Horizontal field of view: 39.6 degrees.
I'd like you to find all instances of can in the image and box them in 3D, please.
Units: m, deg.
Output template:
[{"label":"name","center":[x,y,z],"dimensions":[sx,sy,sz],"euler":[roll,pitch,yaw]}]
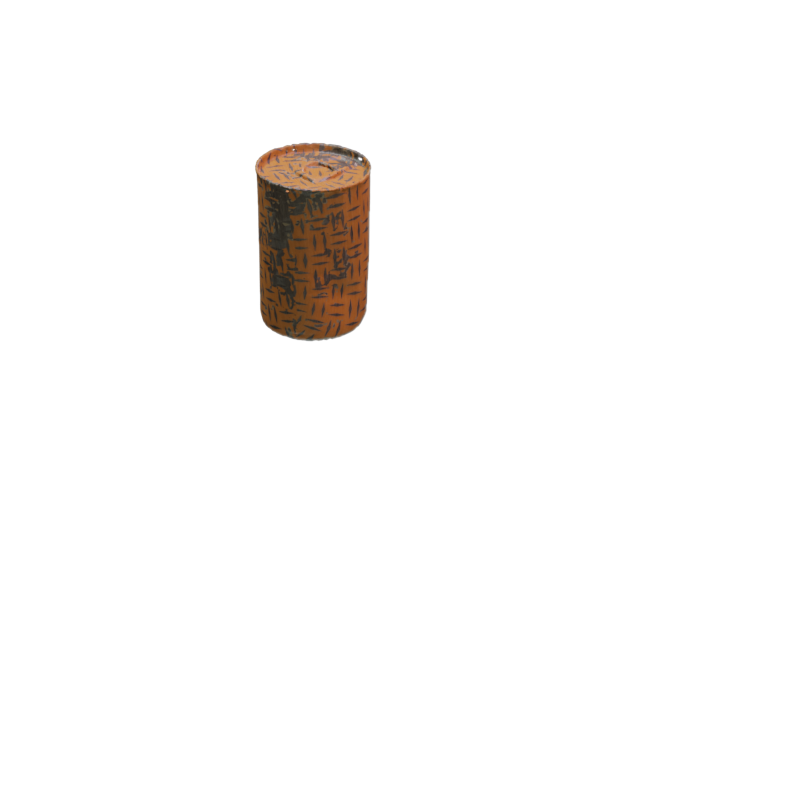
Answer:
[{"label":"can","center":[-0.052,-0.096,0.670],"dimensions":[0.068,0.096,0.073],"euler":[0,31,-3]}]
